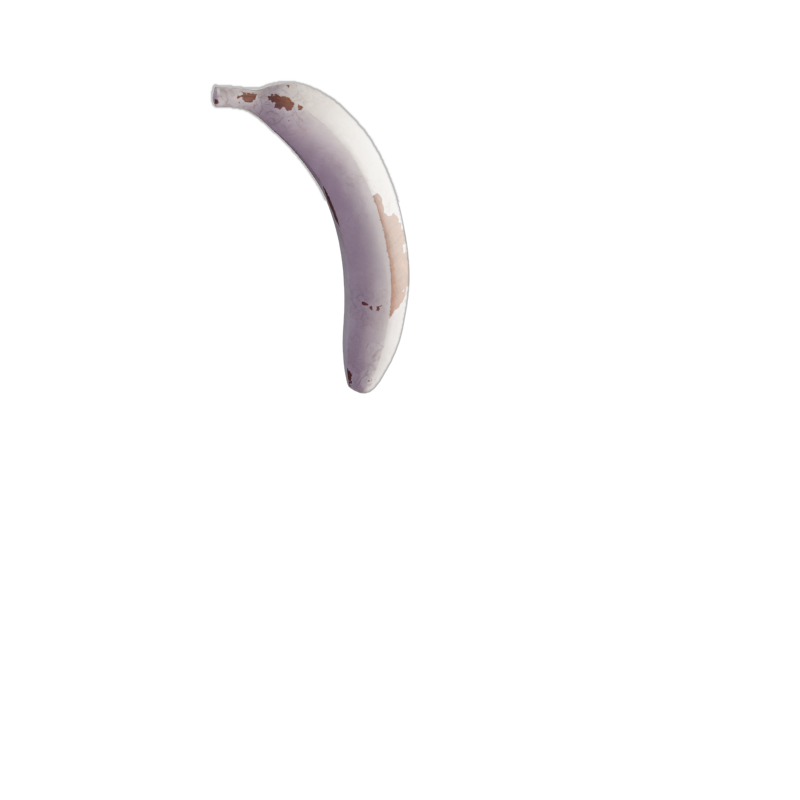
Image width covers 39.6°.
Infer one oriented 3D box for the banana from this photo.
[{"bbox_3d":[-0.033,-0.098,0.613,0.070,0.189,0.038,-22,19,7],"label":"banana"}]
